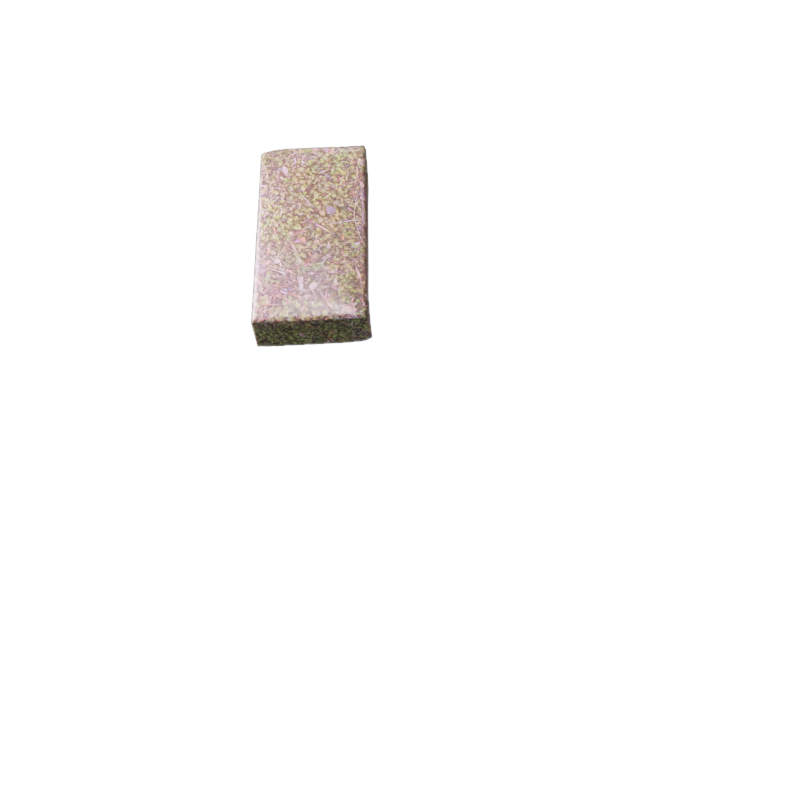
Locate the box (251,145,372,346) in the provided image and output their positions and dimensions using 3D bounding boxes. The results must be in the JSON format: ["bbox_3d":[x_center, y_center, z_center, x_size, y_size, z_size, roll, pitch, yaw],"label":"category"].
[{"bbox_3d":[-0.072,-0.131,0.915,0.094,0.188,0.045,-4,-32,3],"label":"box"}]
